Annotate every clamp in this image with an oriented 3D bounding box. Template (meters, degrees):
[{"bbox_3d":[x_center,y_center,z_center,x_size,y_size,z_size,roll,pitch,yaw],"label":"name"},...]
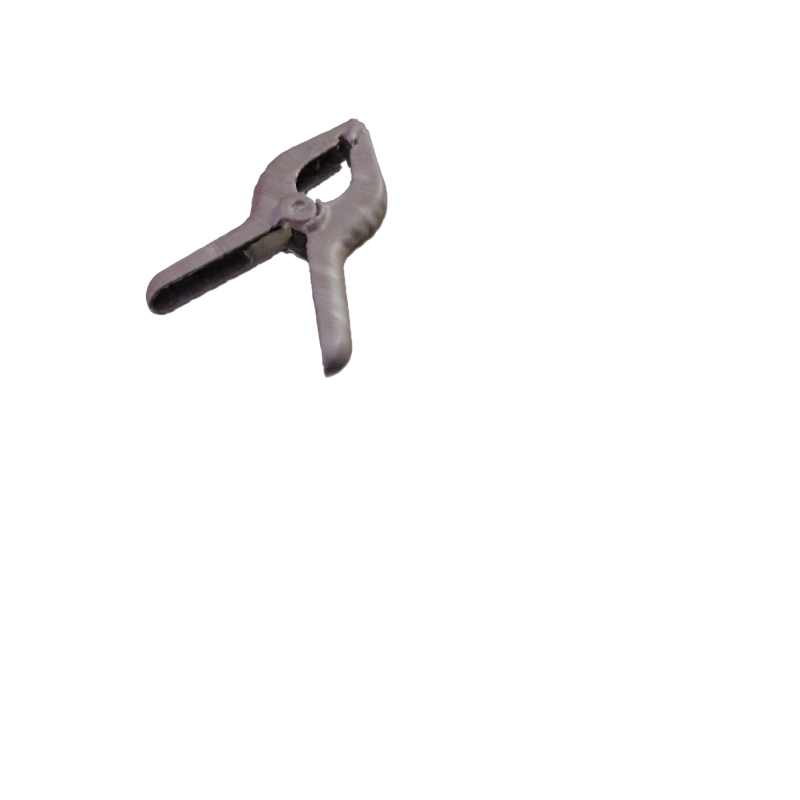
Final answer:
[{"bbox_3d":[-0.049,-0.090,0.630,0.125,0.176,0.037,28,-27,16],"label":"clamp"}]
